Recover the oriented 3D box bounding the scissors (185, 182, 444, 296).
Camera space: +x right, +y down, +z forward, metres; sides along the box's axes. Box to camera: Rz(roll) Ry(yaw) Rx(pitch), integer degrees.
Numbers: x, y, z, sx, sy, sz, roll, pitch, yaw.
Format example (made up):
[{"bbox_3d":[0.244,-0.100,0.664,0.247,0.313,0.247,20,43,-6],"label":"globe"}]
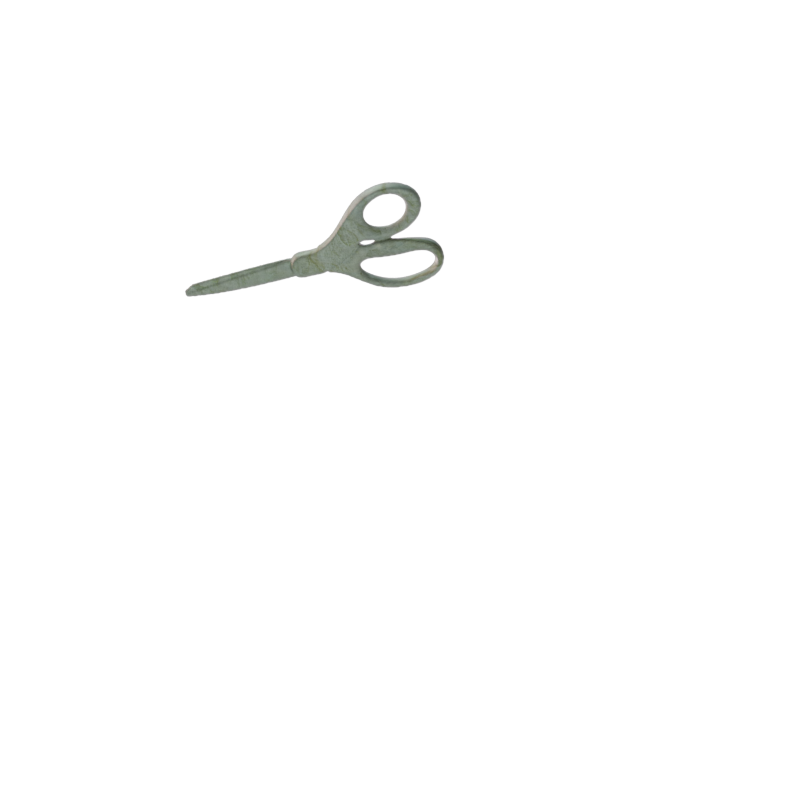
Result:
[{"bbox_3d":[-0.067,-0.121,0.851,0.201,0.091,0.017,0,29,0],"label":"scissors"}]
